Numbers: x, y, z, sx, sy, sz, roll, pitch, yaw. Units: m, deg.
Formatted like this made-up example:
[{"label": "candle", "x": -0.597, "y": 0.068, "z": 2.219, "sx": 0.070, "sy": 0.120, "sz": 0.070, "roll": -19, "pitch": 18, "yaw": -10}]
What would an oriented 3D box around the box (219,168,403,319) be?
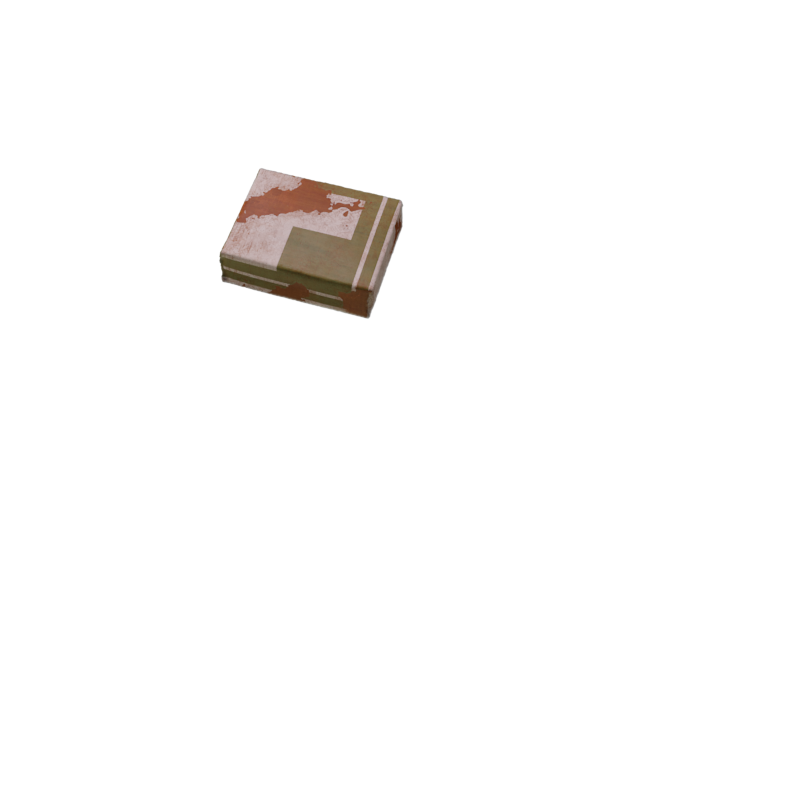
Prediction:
[{"label": "box", "x": -0.062, "y": -0.114, "z": 0.797, "sx": 0.116, "sy": 0.095, "sz": 0.036, "roll": 12, "pitch": -39, "yaw": 10}]
